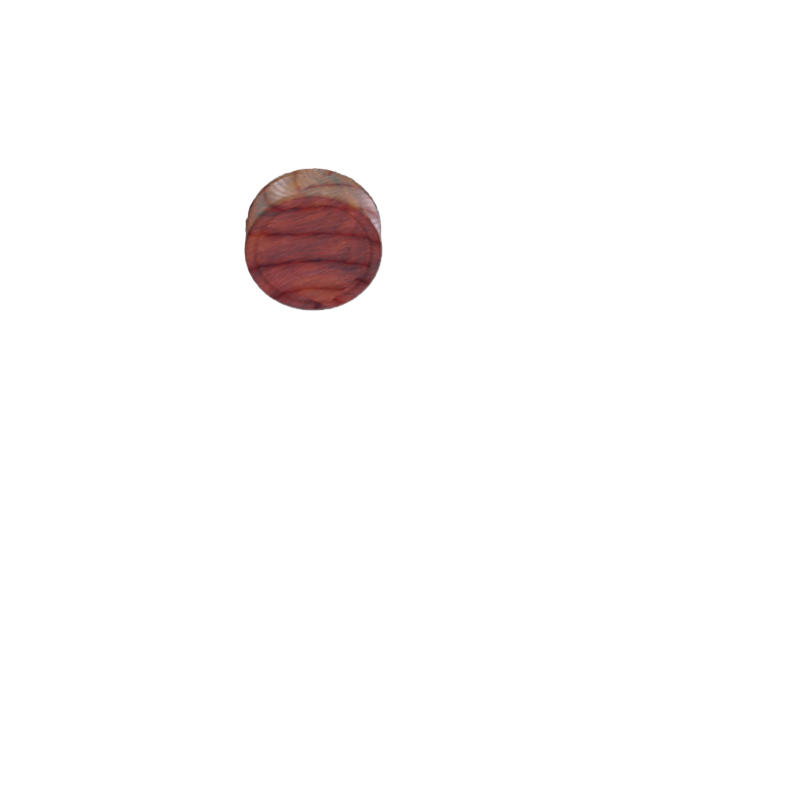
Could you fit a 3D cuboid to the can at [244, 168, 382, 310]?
[{"bbox_3d":[-0.054,-0.098,0.686,0.086,0.080,0.036,1,34,-1],"label":"can"}]
